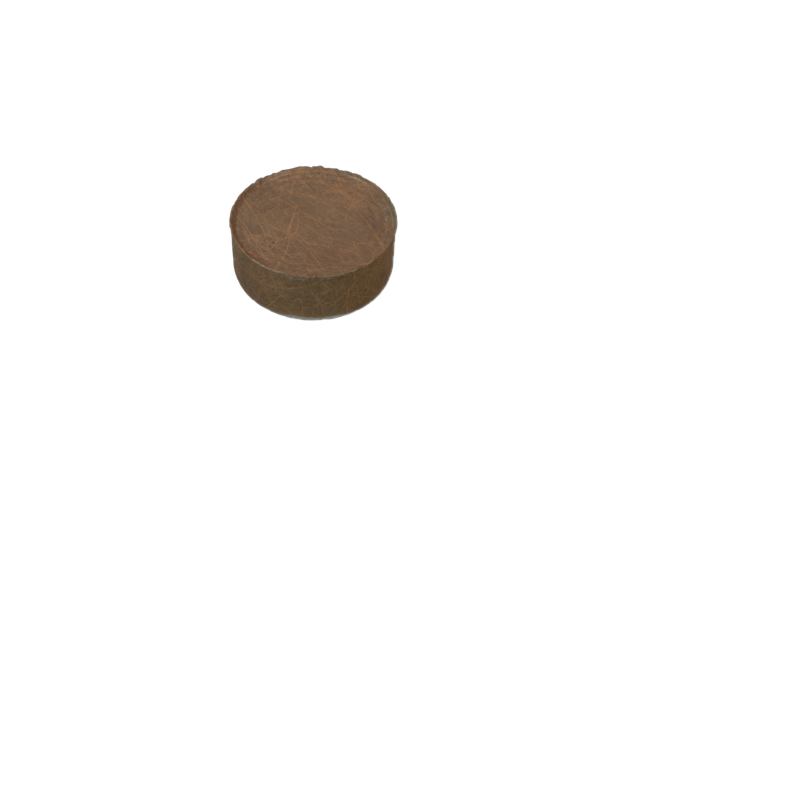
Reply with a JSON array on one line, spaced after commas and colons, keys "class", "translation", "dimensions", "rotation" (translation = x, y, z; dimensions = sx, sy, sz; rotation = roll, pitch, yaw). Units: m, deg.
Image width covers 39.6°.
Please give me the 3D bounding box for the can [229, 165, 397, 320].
[{"class": "can", "translation": [-0.045, -0.082, 0.575], "dimensions": [0.086, 0.092, 0.031], "rotation": [-1, -43, -1]}]
